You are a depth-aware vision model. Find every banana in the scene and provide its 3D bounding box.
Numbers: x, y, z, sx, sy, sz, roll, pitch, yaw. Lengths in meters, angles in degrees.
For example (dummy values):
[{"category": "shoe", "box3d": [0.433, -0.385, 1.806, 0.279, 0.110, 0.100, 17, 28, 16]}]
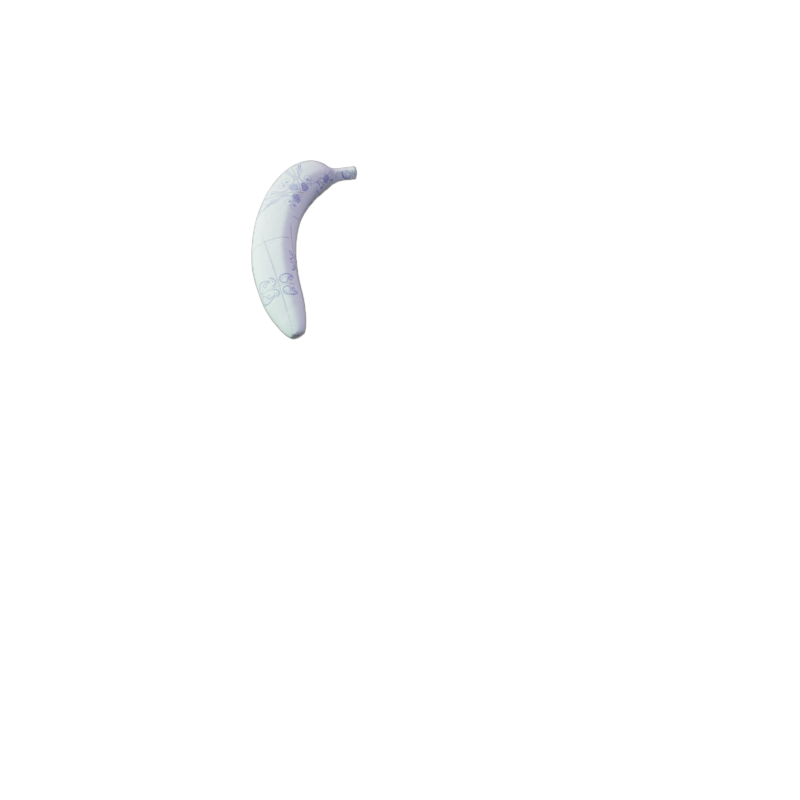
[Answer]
[{"category": "banana", "box3d": [-0.090, -0.139, 0.929, 0.070, 0.209, 0.034, 10, -37, 6]}]
